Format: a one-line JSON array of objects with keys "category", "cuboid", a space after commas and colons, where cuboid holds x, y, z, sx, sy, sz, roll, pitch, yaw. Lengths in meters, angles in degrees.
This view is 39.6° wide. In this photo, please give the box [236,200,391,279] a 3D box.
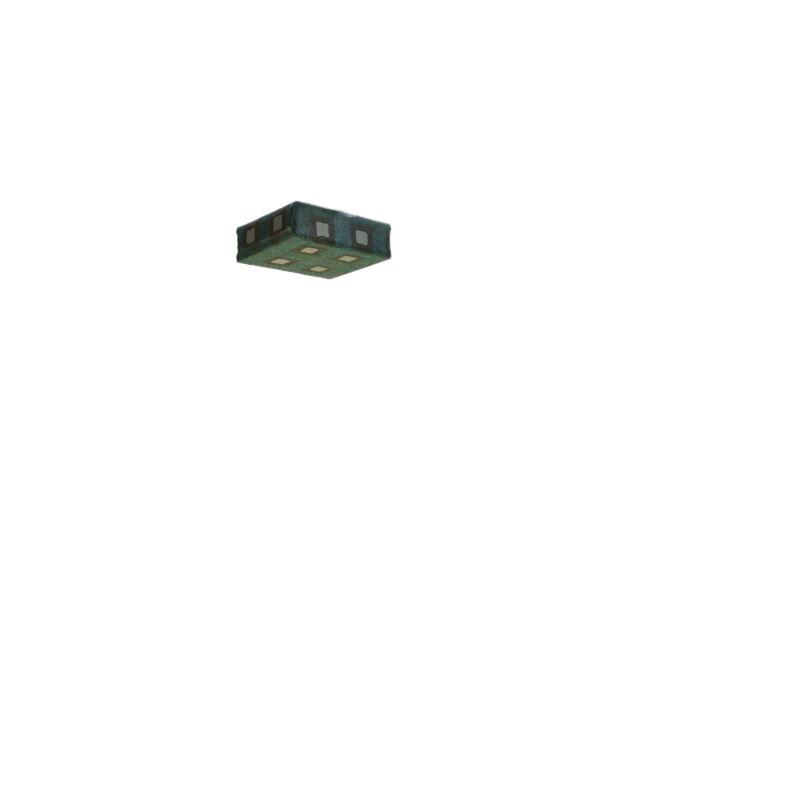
[{"category": "box", "cuboid": [-0.063, -0.114, 0.798, 0.085, 0.031, 0.074, 8, -14, -38]}]
